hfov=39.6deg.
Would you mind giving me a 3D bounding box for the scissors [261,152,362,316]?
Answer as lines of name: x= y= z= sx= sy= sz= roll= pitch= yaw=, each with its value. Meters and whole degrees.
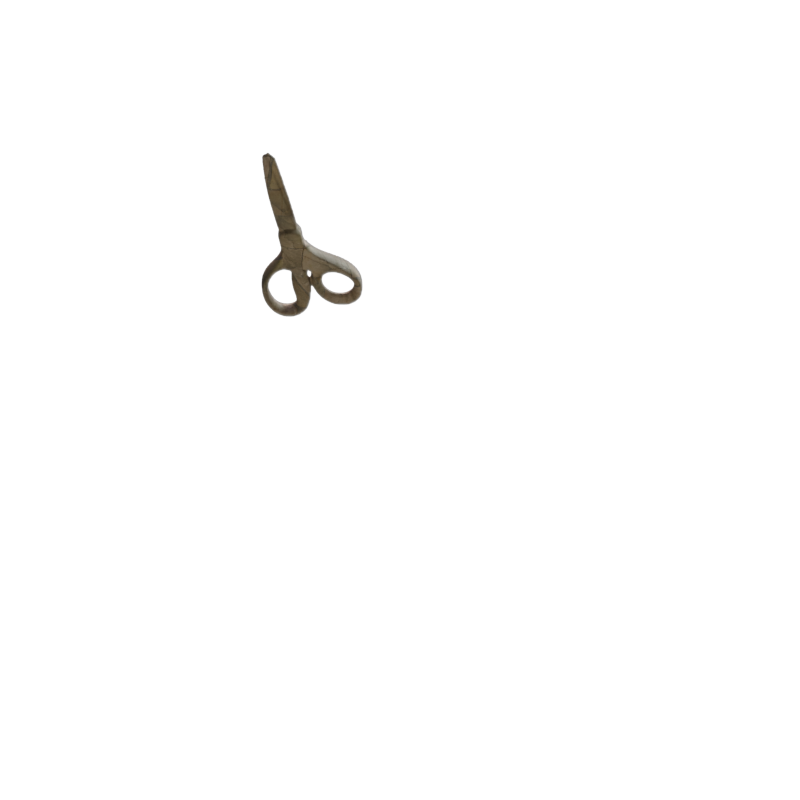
scissors: x=-0.071 y=-0.130 z=0.911 sx=0.095 sy=0.017 sz=0.190 roll=5 pitch=-34 yaw=-7
